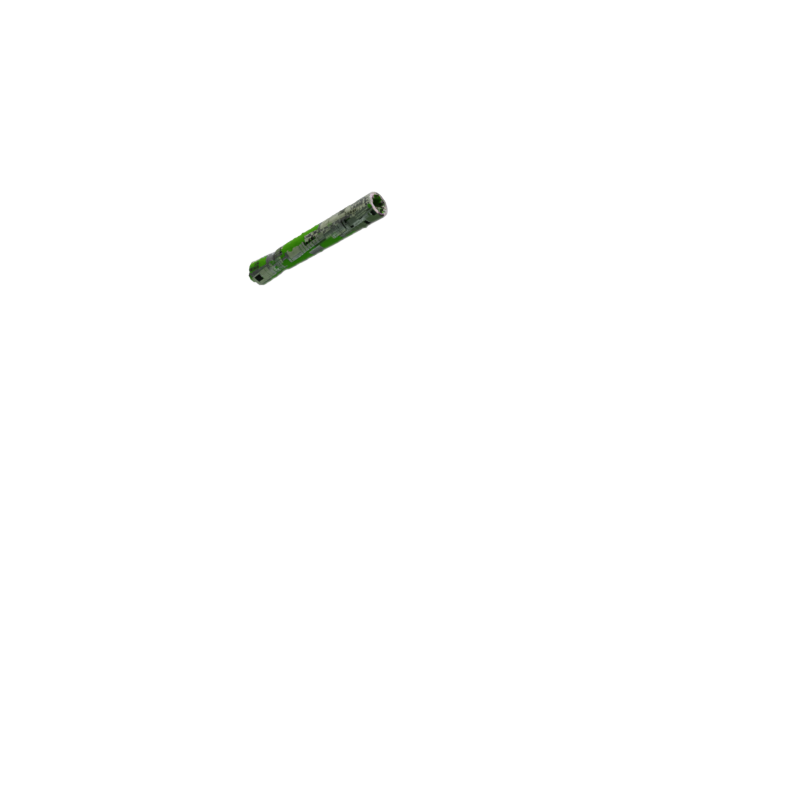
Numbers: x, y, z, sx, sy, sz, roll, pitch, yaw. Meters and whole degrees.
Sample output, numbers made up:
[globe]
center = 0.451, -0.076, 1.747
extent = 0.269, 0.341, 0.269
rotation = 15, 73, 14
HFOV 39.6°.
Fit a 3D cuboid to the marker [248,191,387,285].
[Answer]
[marker]
center = -0.060, -0.110, 0.768
extent = 0.121, 0.020, 0.019
rotation = -24, -11, 33
